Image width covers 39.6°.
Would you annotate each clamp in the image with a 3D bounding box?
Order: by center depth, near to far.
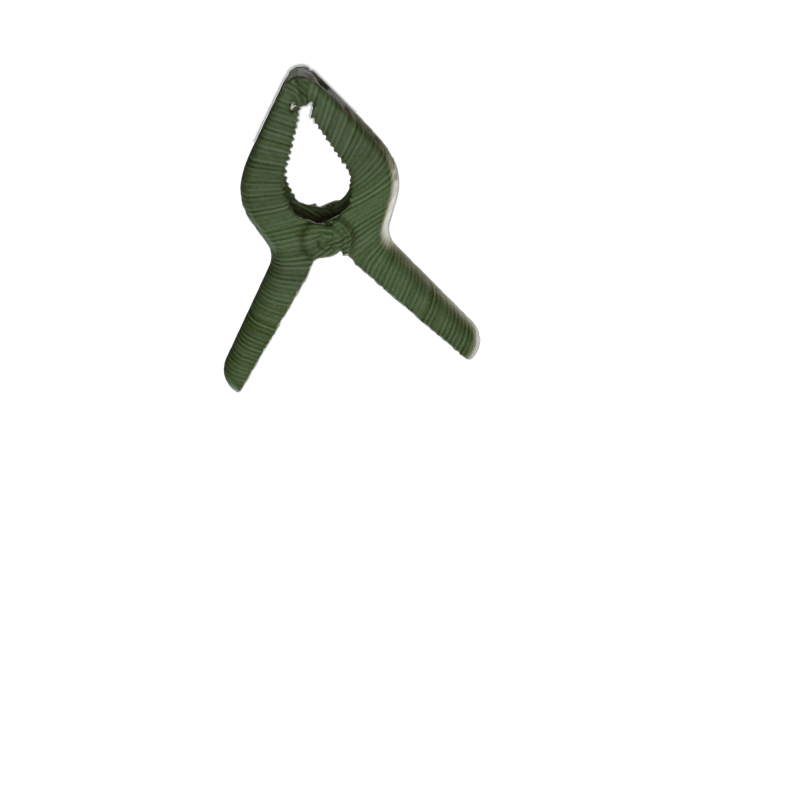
[{"bbox_3d":[-0.053,-0.097,0.678,0.165,0.198,0.038,-15,25,7],"label":"clamp"}]
